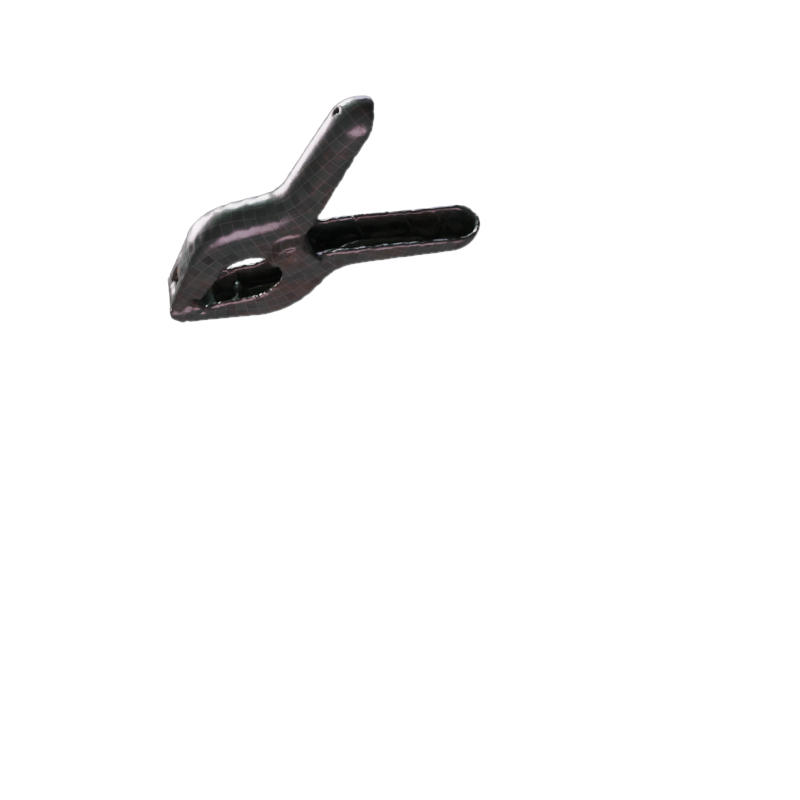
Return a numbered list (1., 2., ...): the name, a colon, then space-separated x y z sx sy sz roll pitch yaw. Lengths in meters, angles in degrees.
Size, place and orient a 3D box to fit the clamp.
1. clamp: -0.046 -0.084 0.587 0.171 0.042 0.112 -28 -46 31
